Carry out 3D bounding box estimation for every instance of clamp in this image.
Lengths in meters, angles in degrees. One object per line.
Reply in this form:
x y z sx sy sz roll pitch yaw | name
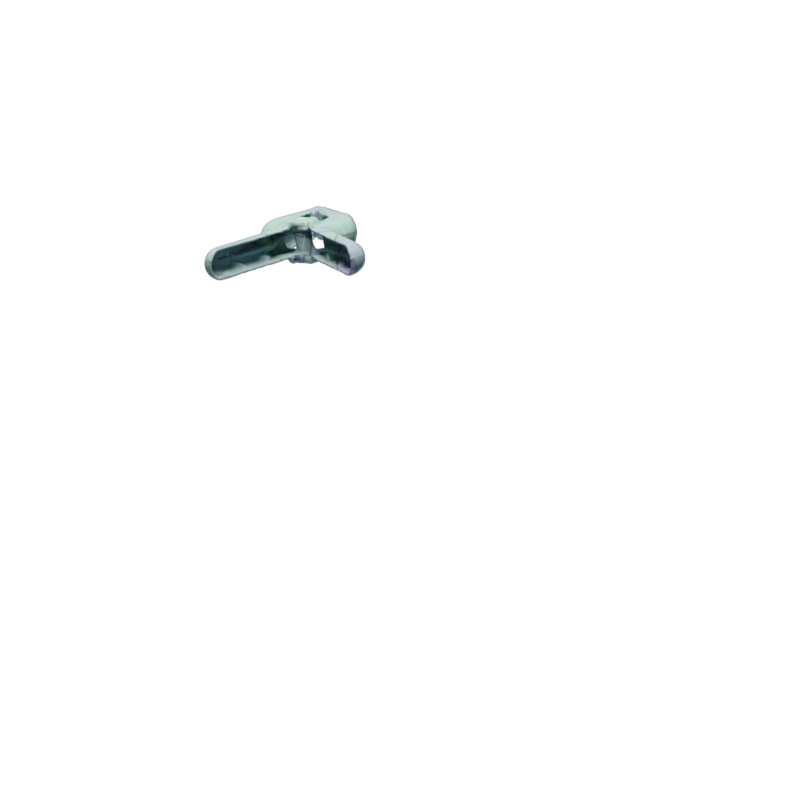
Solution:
-0.069 -0.126 0.880 0.123 0.037 0.175 7 24 15 | clamp
